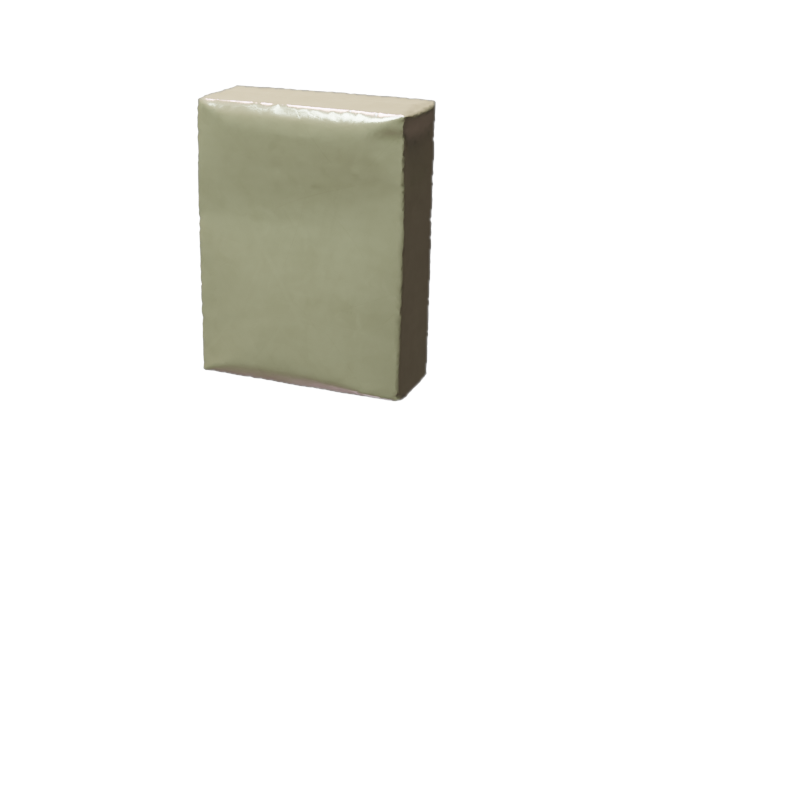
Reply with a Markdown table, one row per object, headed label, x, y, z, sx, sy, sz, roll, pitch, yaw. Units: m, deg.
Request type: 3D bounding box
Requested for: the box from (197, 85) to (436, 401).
| label | x | y | z | sx | sy | sz | roll | pitch | yaw |
| --- | --- | --- | --- | --- | --- | --- | --- | --- | --- |
| box | -0.064 | -0.117 | 0.819 | 0.170 | 0.205 | 0.072 | 9 | 20 | 22 |
